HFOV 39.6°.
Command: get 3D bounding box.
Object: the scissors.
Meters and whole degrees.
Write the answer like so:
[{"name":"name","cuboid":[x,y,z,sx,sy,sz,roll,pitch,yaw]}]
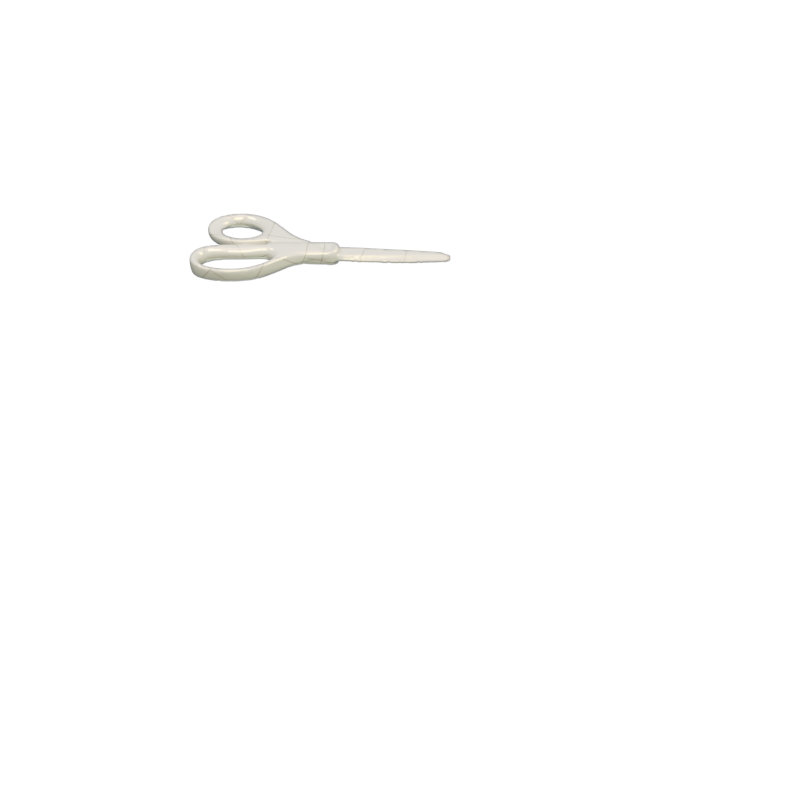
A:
[{"name":"scissors","cuboid":[-0.070,-0.127,0.893,0.199,0.015,0.104,-8,38,-10]}]
